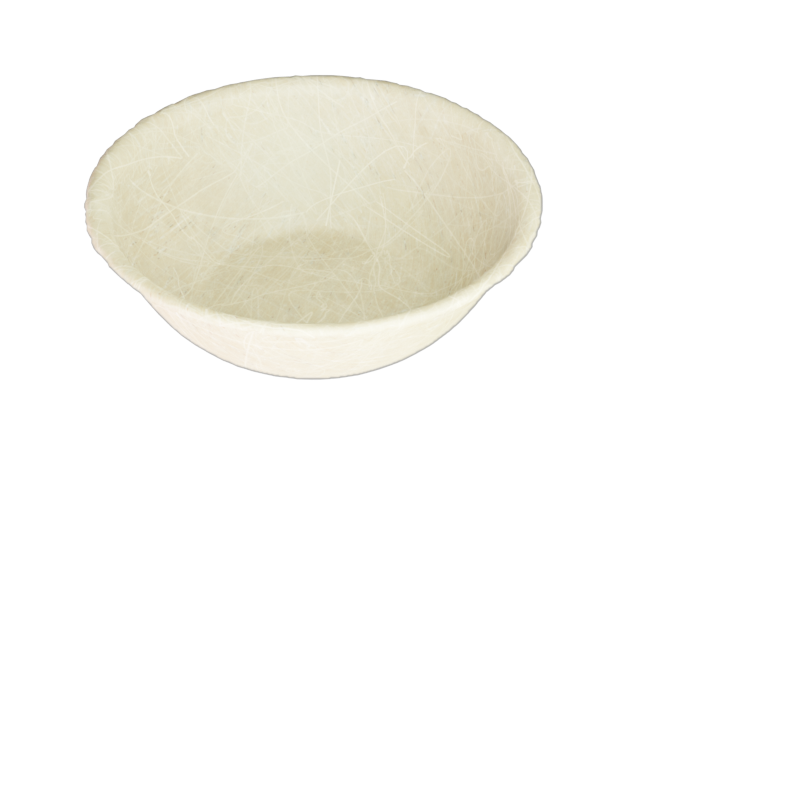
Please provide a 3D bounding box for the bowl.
[{"bbox_3d":[-0.032,-0.059,0.410,0.162,0.051,0.174,-1,41,-2],"label":"bowl"}]
